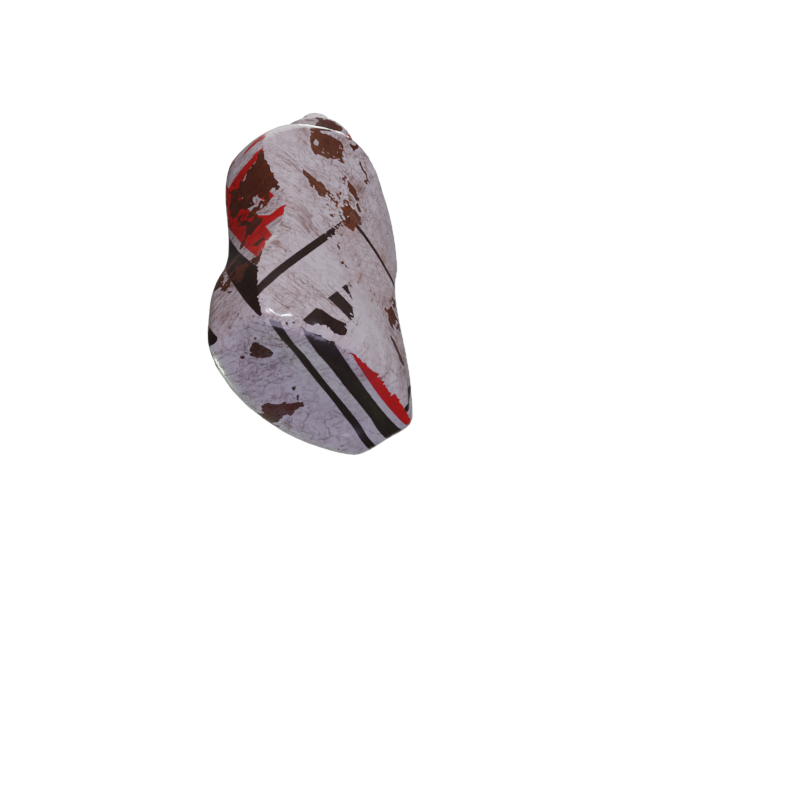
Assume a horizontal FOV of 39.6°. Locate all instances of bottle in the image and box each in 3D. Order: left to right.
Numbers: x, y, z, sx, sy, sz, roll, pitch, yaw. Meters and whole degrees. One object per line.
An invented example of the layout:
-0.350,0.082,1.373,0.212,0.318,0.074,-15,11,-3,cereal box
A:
-0.040,-0.074,0.518,0.058,0.206,0.090,-36,-54,27,bottle
